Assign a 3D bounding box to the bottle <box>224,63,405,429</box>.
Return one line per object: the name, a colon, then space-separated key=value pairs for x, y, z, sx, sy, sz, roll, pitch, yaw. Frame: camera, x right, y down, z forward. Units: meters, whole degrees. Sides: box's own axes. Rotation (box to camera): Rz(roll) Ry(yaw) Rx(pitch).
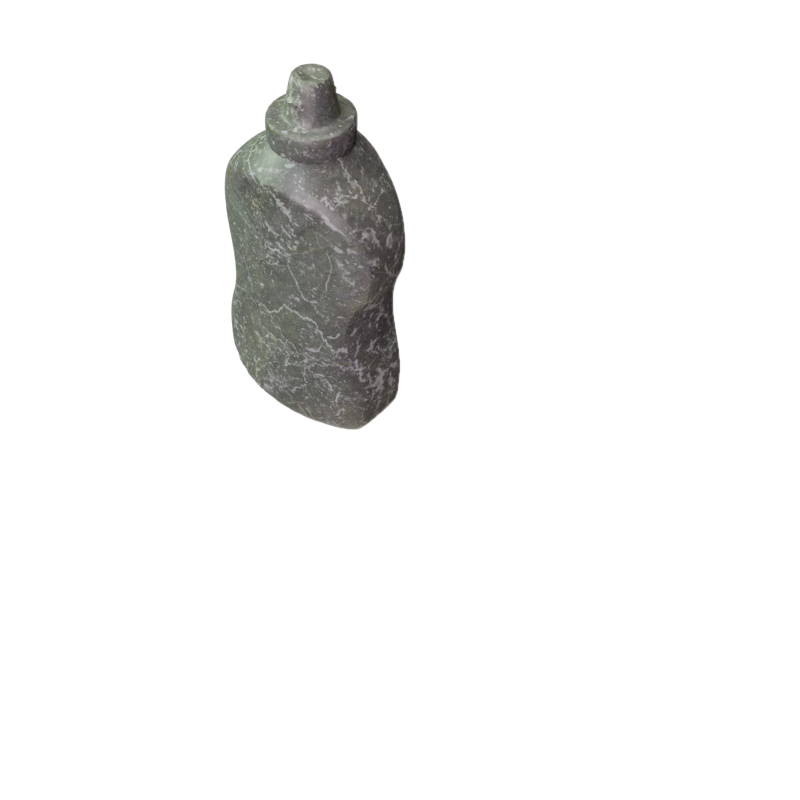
bottle: x=-0.042 y=-0.076 z=0.534 sx=0.102 sy=0.179 sz=0.059 roll=35 pitch=53 yaw=28
